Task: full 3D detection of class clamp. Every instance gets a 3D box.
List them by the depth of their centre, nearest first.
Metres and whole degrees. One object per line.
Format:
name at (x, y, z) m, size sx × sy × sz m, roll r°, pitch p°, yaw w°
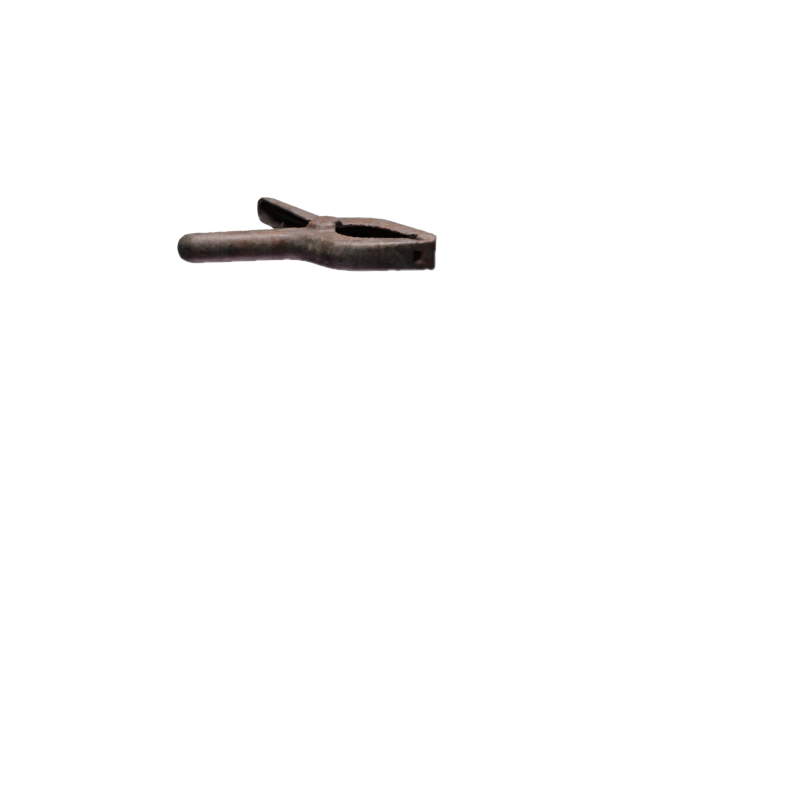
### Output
clamp at (-0.075, -0.136, 0.952) m, size 0.219 × 0.035 × 0.165 m, roll 12°, pitch 27°, yaw 26°
